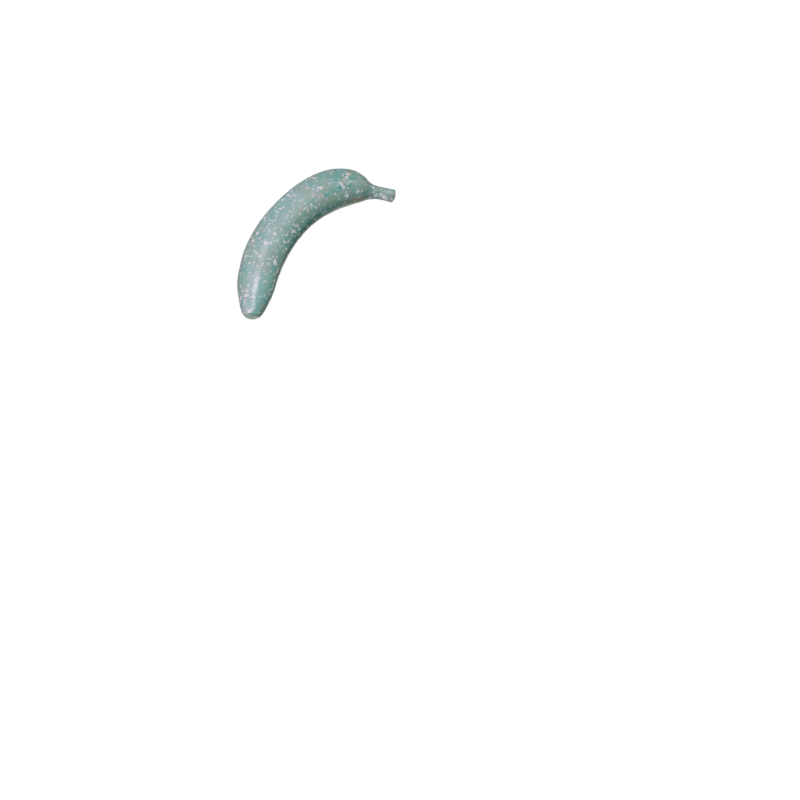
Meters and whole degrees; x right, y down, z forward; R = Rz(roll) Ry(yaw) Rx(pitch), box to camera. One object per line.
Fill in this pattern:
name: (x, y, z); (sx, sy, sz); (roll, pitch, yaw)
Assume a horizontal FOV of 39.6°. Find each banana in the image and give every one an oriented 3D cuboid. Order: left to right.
banana: (-0.088, -0.150, 0.974); (0.073, 0.201, 0.034); (32, -31, 21)
